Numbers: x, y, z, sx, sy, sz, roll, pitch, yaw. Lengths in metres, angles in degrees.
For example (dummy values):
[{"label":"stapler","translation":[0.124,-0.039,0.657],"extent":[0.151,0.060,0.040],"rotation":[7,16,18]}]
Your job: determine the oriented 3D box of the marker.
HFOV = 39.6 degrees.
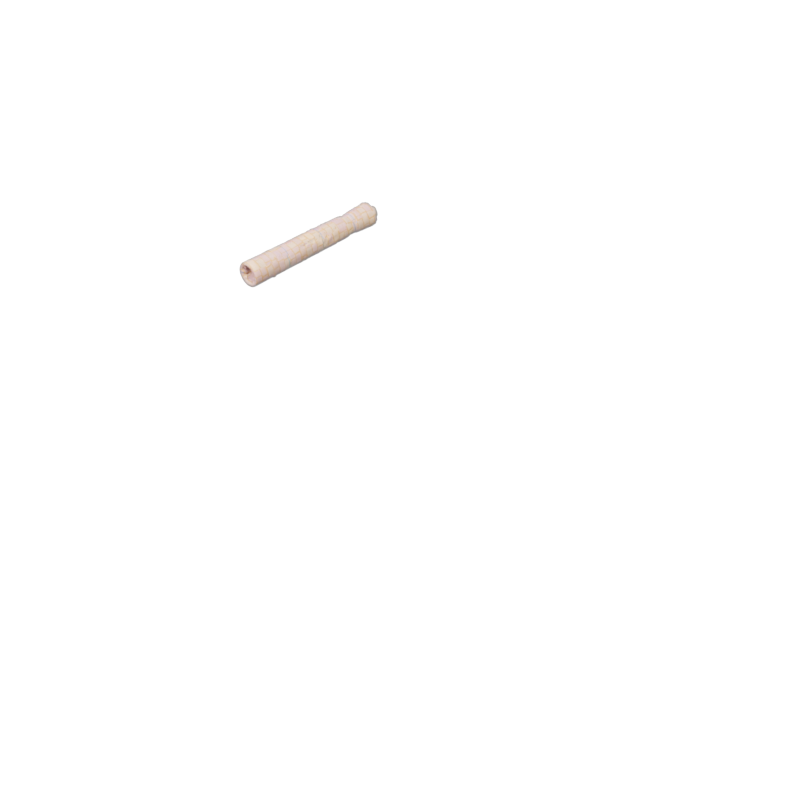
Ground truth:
[{"label":"marker","translation":[-0.062,-0.113,0.790],"extent":[0.121,0.019,0.021],"rotation":[-33,23,-33]}]
